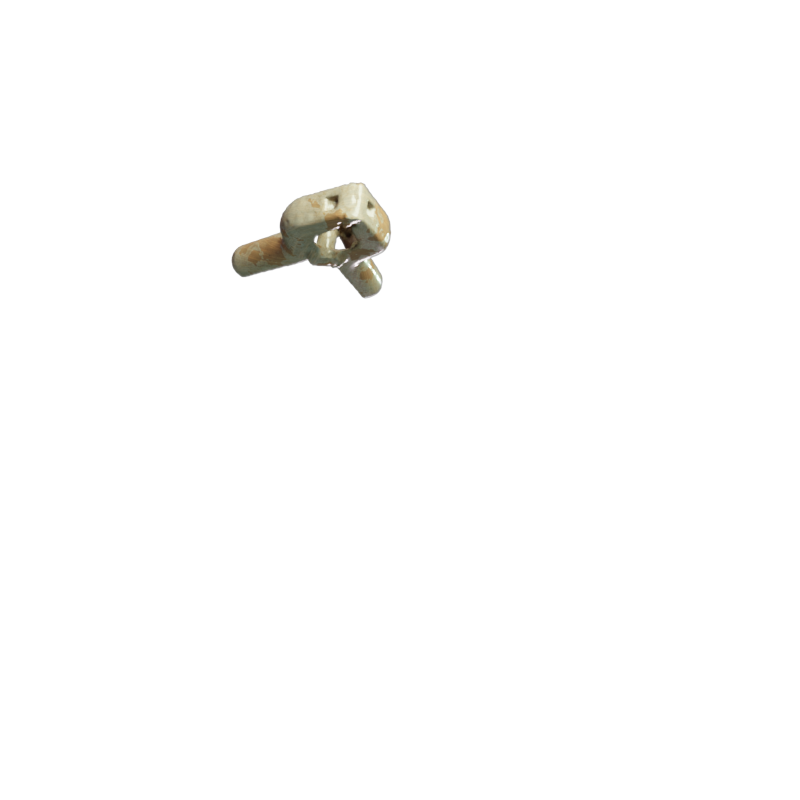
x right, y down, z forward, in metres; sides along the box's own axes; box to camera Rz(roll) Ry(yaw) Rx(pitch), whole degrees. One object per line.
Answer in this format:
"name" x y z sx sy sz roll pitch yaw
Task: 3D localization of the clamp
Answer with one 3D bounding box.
"clamp" -0.064 -0.116 0.815 0.119 0.041 0.165 2 -17 -7
